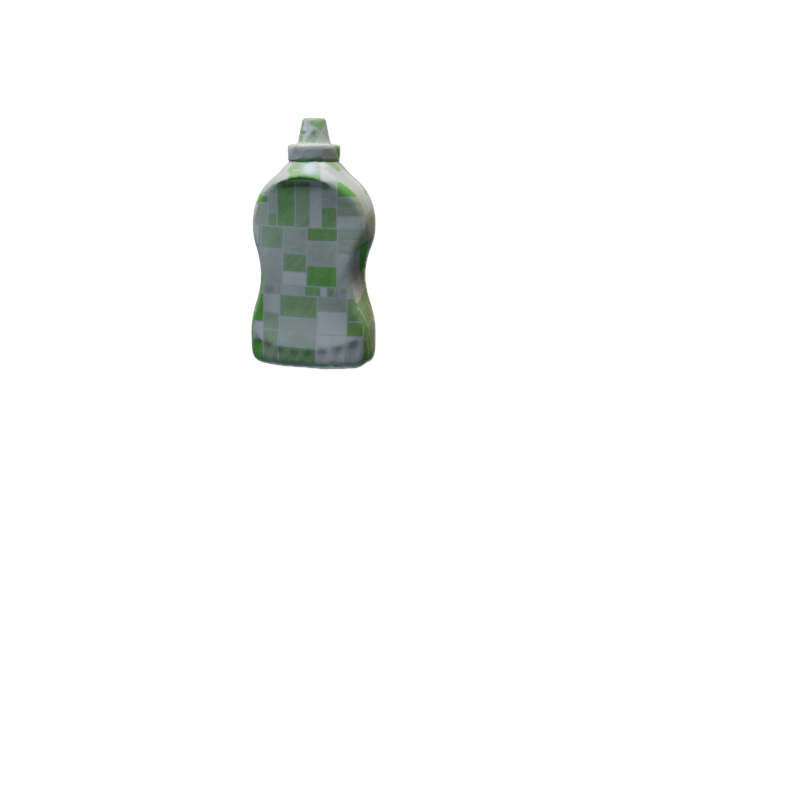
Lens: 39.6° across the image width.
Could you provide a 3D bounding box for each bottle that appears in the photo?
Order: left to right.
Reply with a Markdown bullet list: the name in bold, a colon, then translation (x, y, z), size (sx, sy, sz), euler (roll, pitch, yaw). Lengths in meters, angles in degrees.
- **bottle**: translation (-0.068, -0.124, 0.866), size (0.099, 0.189, 0.057), euler (3, 6, 21)
